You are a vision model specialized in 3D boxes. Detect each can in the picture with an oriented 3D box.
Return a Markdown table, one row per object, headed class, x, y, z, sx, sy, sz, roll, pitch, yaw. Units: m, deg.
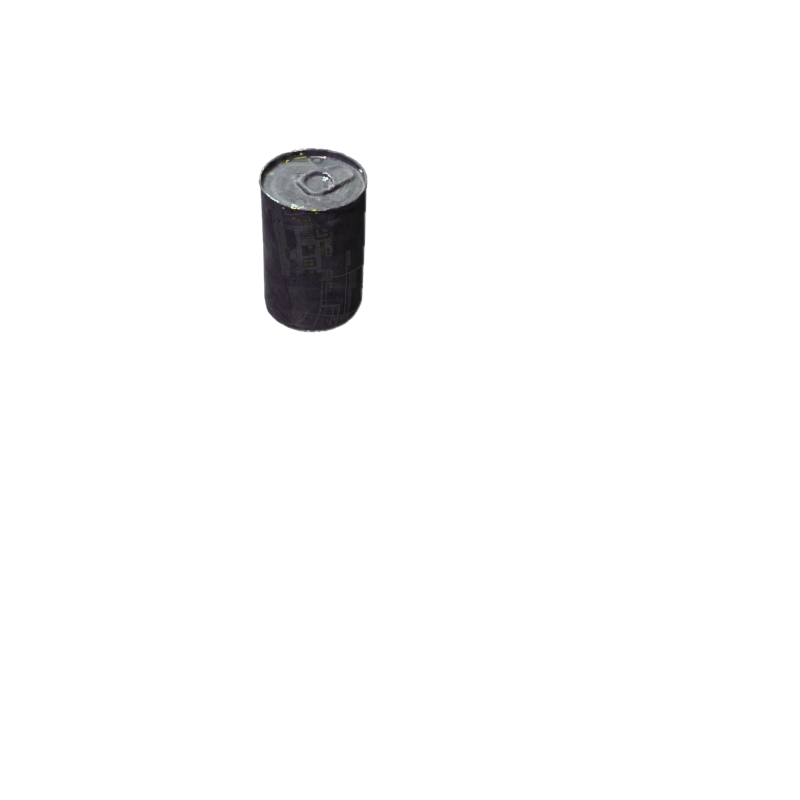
| class | x | y | z | sx | sy | sz | roll | pitch | yaw |
| --- | --- | --- | --- | --- | --- | --- | --- | --- | --- |
| can | -0.056 | -0.103 | 0.722 | 0.068 | 0.095 | 0.073 | 0 | 42 | -3 |
